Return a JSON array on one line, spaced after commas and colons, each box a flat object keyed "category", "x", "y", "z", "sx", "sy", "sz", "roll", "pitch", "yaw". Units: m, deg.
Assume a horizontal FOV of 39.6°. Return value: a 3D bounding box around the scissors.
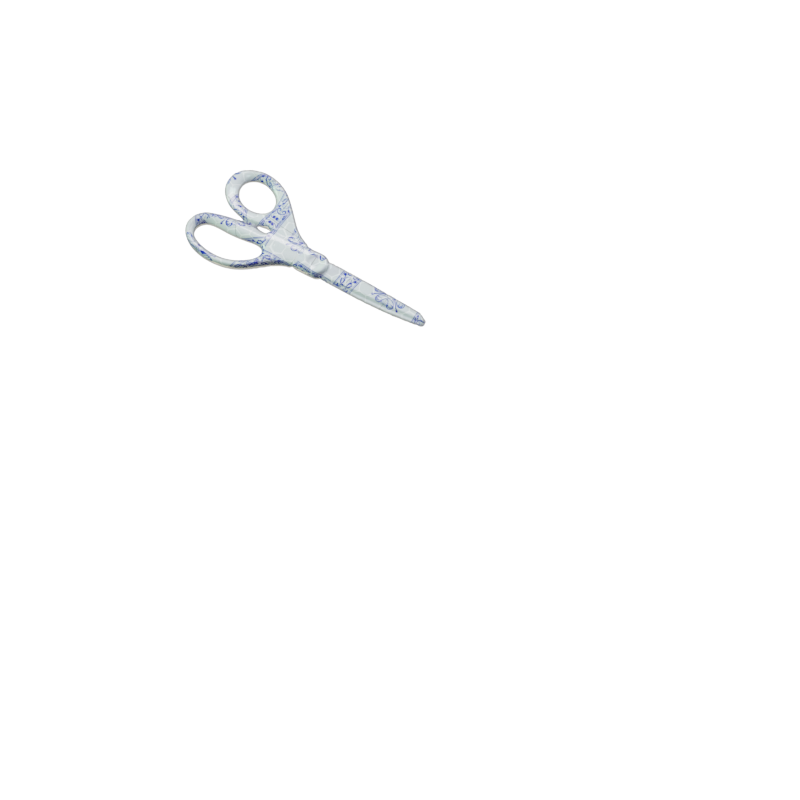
[{"category": "scissors", "x": -0.069, "y": -0.126, "z": 0.880, "sx": 0.204, "sy": 0.100, "sz": 0.015, "roll": 14, "pitch": -23, "yaw": 6}]
